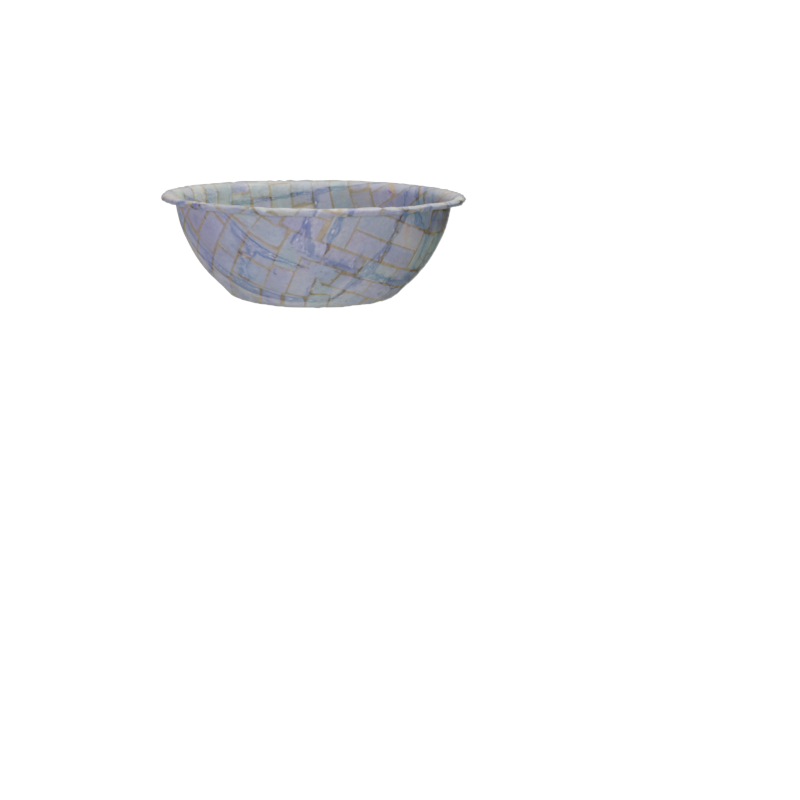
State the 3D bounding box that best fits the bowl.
[{"bbox_3d":[-0.047,-0.085,0.597,0.162,0.053,0.167,0,15,-2],"label":"bowl"}]
